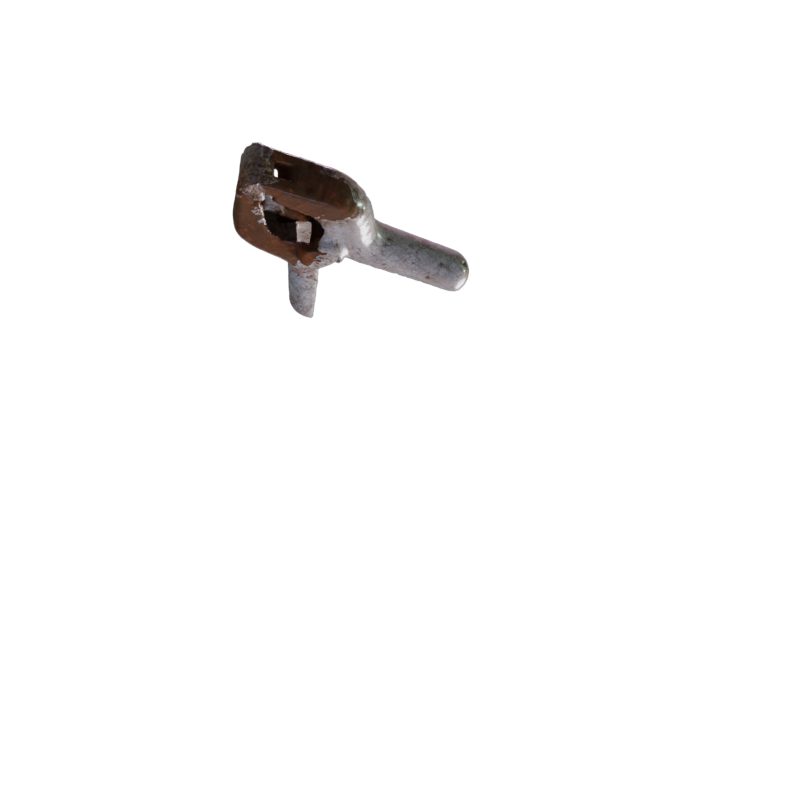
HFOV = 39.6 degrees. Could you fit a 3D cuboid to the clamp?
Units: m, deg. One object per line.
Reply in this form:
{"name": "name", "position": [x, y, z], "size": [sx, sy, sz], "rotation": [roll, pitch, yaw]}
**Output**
{"name": "clamp", "position": [-0.051, -0.093, 0.652], "size": [0.121, 0.042, 0.159], "rotation": [-20, -34, 31]}
